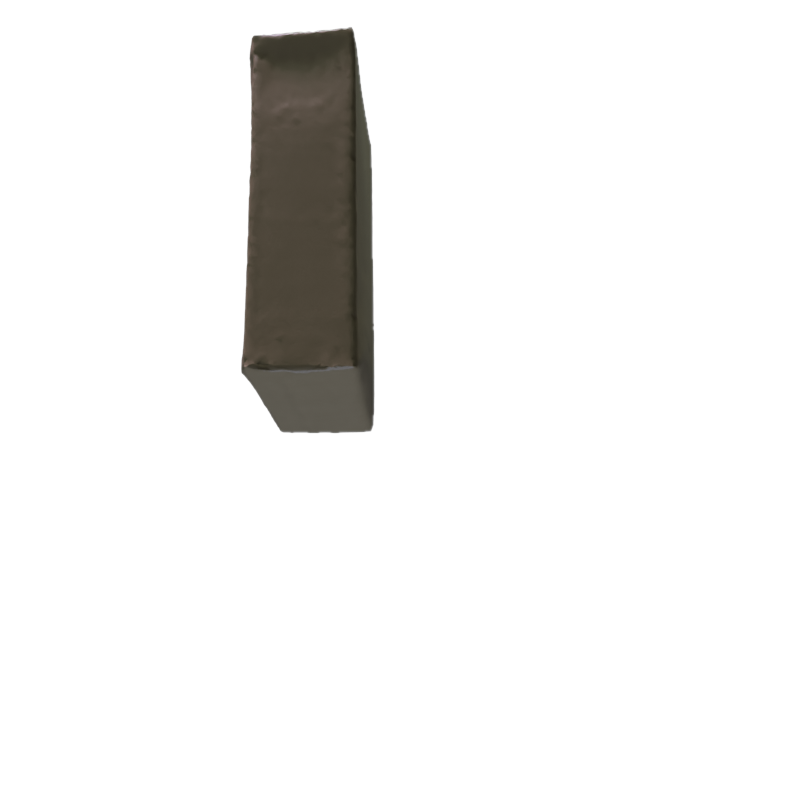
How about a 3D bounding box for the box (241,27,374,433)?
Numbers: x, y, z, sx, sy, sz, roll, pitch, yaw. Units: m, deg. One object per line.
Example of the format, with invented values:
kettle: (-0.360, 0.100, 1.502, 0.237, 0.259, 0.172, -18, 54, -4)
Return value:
box: (-0.055, -0.100, 0.701, 0.072, 0.224, 0.156, -2, -18, 2)
